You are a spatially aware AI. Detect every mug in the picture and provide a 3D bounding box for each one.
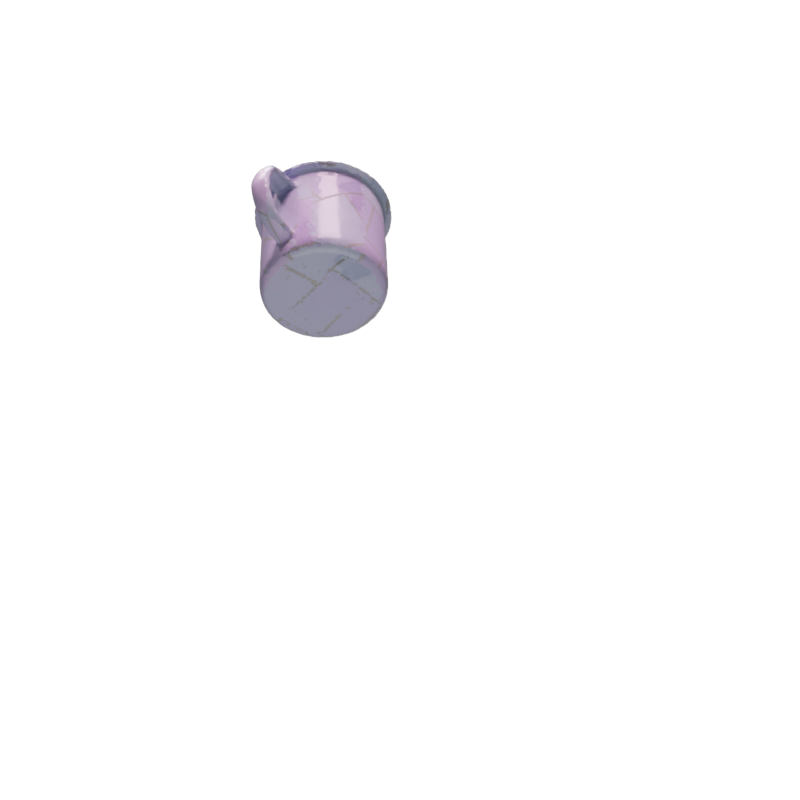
[{"bbox_3d":[-0.056,-0.103,0.718,0.093,0.087,0.109,-25,-52,20],"label":"mug"}]
